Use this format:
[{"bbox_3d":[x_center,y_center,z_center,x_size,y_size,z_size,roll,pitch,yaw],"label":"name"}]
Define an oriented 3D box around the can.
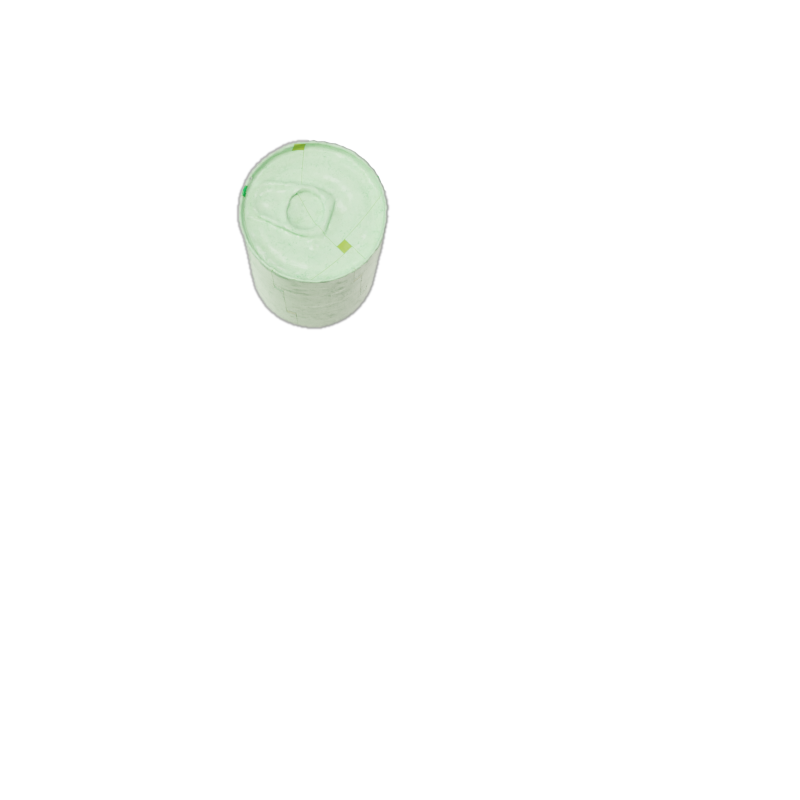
[{"bbox_3d":[-0.043,-0.078,0.549,0.068,0.071,0.099,0,-11,-3],"label":"can"}]
